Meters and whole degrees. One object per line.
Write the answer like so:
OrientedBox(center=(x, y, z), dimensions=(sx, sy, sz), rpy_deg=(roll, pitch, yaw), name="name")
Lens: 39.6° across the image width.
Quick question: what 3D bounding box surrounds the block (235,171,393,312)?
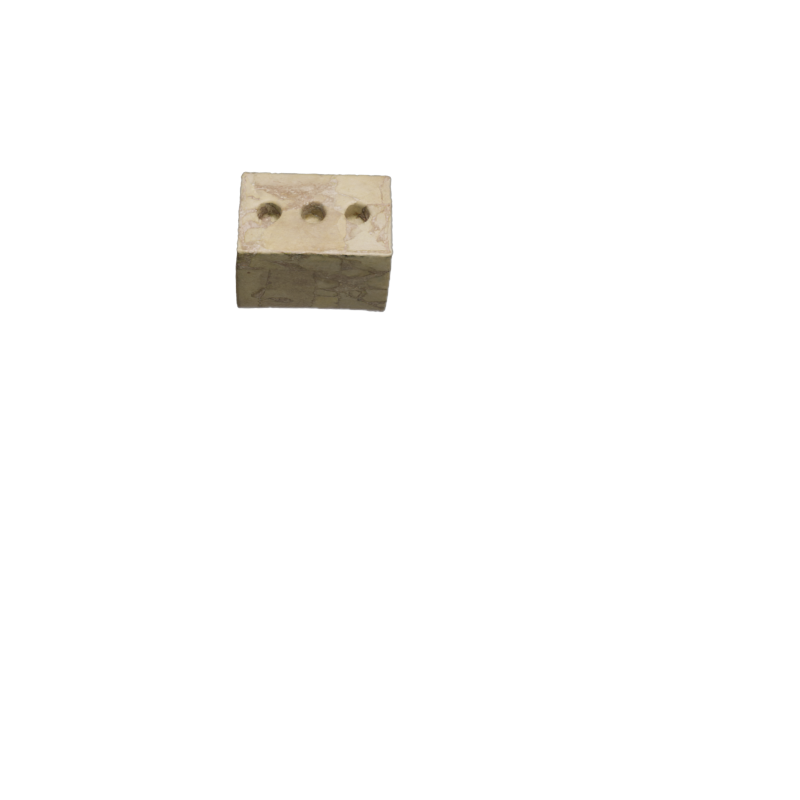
OrientedBox(center=(-0.044, -0.081, 0.565), dimensions=(0.078, 0.056, 0.048), rpy_deg=(1, -32, -1), name="block")
